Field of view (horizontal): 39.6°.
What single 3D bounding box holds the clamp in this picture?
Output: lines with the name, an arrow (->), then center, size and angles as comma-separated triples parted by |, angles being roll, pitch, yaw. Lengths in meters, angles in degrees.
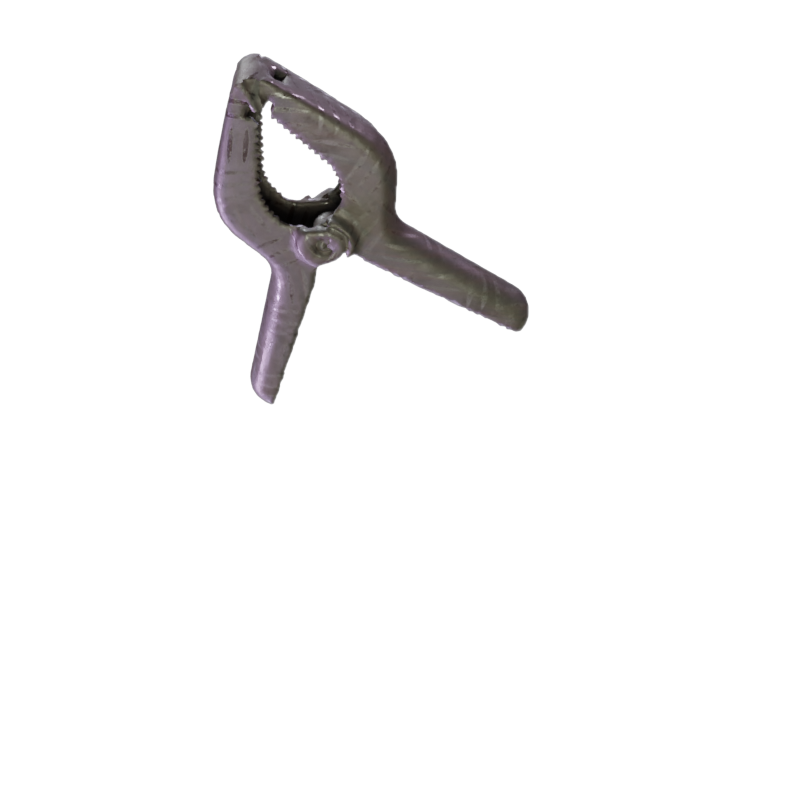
clamp -> -0.046, -0.084, 0.586 | 0.165, 0.195, 0.039 | -23, 35, 17
